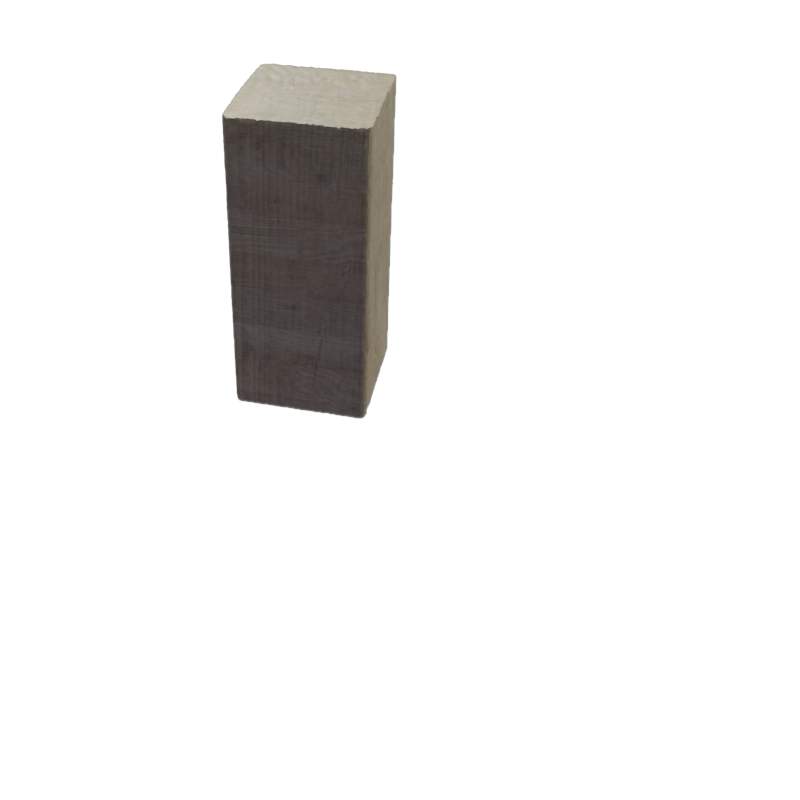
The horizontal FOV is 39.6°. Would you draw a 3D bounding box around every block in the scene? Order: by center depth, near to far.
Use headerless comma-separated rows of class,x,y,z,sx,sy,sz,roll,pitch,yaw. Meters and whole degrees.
block,-0.056,-0.102,0.714,0.092,0.194,0.094,8,33,8
